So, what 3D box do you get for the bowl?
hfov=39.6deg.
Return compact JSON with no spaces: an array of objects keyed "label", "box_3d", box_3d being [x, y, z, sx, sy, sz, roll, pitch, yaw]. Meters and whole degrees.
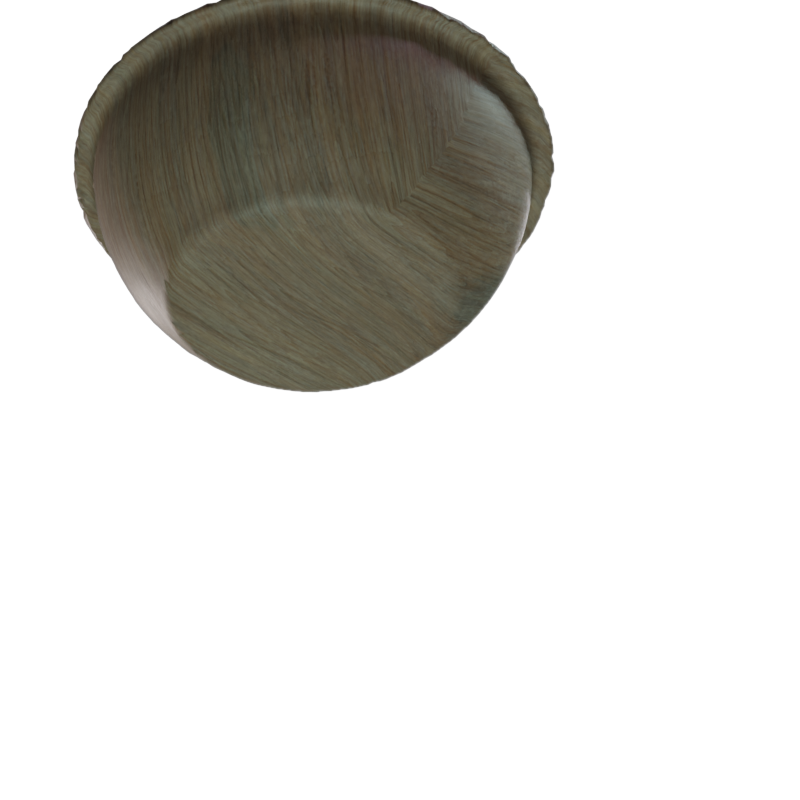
[{"label":"bowl","box_3d":[-0.028,-0.051,0.360,0.162,0.059,0.151,1,-39,-1]}]
